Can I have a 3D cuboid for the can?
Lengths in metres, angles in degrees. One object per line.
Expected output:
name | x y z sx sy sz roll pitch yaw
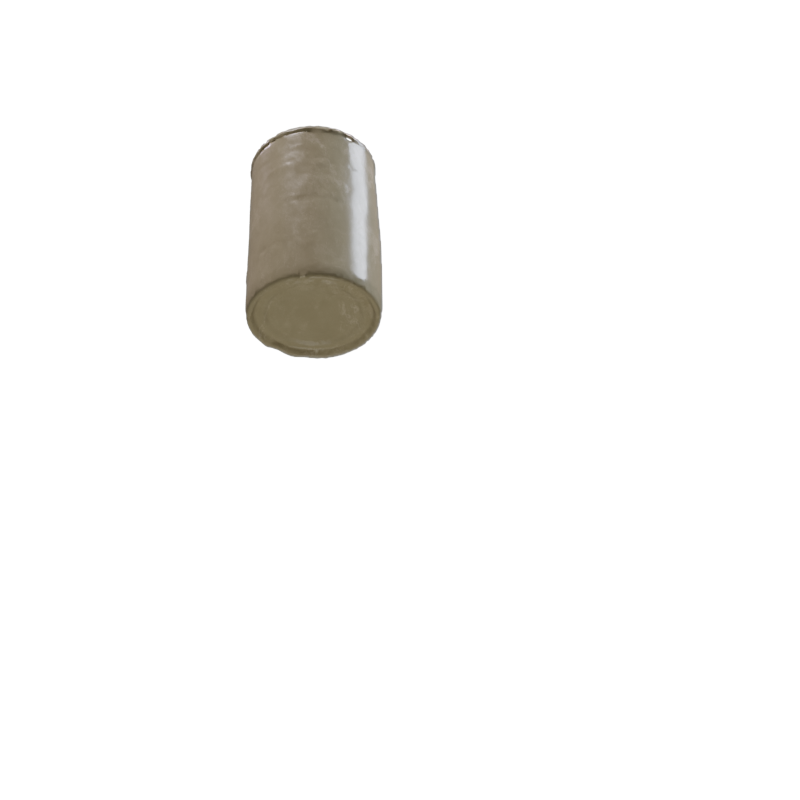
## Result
can | -0.044 -0.081 0.567 0.068 0.110 0.064 -1 -38 -3
